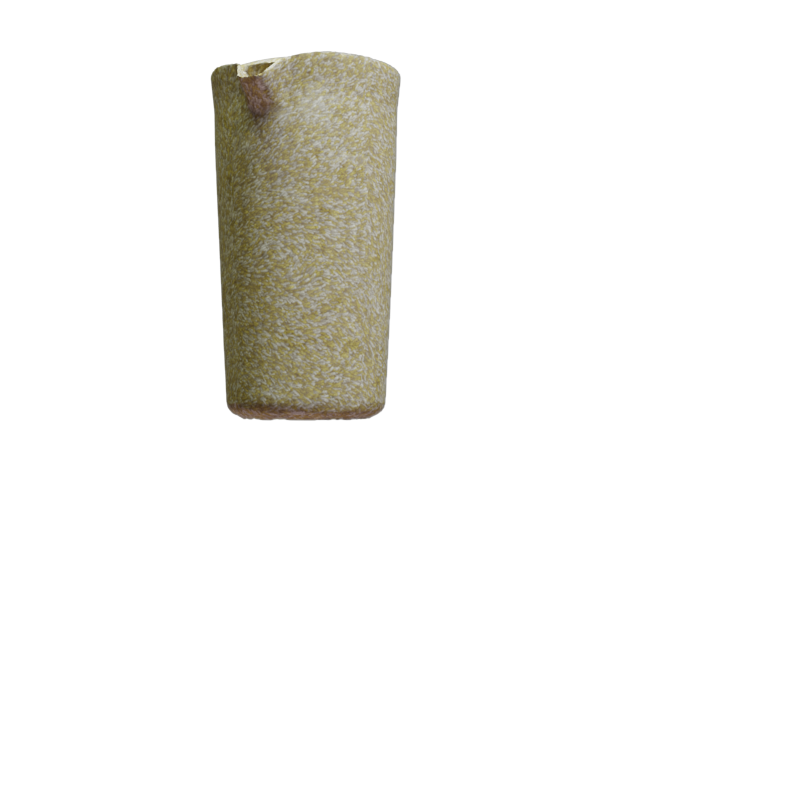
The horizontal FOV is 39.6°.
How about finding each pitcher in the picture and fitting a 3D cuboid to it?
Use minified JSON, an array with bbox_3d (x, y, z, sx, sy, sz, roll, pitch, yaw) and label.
[{"bbox_3d":[-0.061,-0.110,0.774,0.145,0.247,0.147,2,-5,-24],"label":"pitcher"}]
